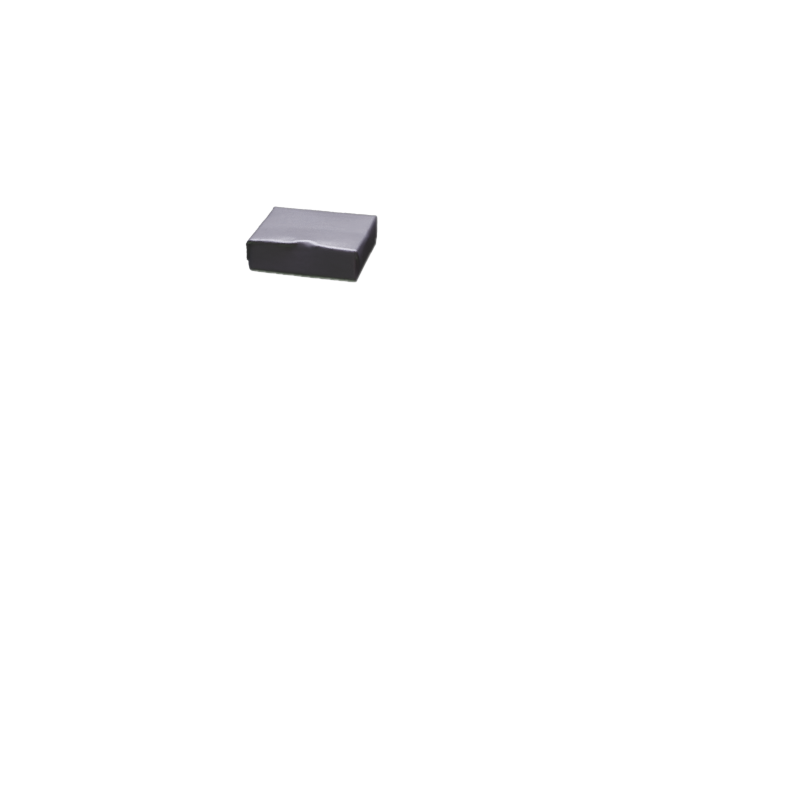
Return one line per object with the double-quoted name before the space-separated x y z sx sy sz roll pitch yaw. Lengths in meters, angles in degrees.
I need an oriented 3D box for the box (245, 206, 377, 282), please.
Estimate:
"box" -0.068 -0.125 0.873 0.091 0.028 0.076 7 30 12
